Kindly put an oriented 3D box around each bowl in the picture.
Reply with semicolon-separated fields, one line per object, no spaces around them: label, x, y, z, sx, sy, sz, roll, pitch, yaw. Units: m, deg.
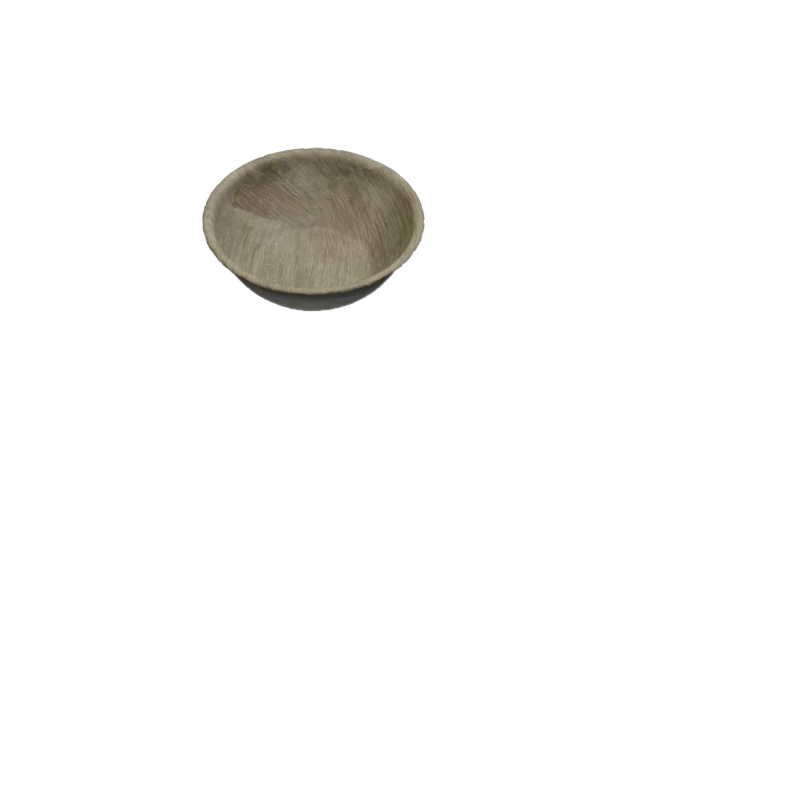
bowl;-0.064;-0.117;0.823;0.162;0.174;0.051;-1;-44;-1
